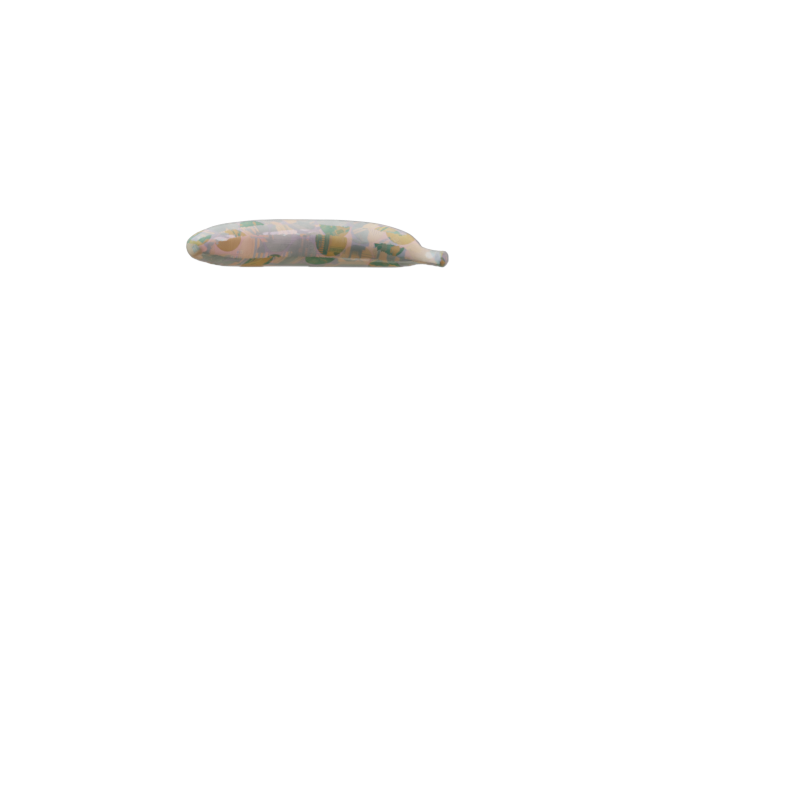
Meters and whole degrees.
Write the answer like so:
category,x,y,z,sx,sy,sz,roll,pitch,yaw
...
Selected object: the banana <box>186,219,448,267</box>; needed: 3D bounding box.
category,x,y,z,sx,sy,sz,roll,pitch,yaw
banana,-0.067,-0.117,0.827,0.193,0.037,0.071,-2,4,-18
